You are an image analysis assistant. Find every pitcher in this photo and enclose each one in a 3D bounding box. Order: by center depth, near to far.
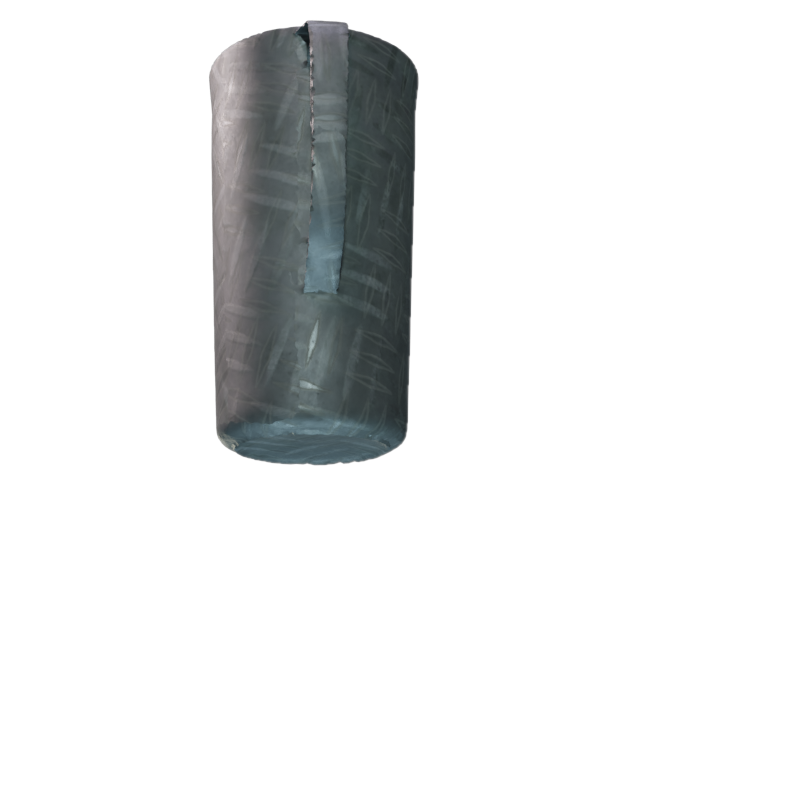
[{"bbox_3d":[-0.051,-0.093,0.655,0.147,0.255,0.140,-15,-24,34],"label":"pitcher"}]
